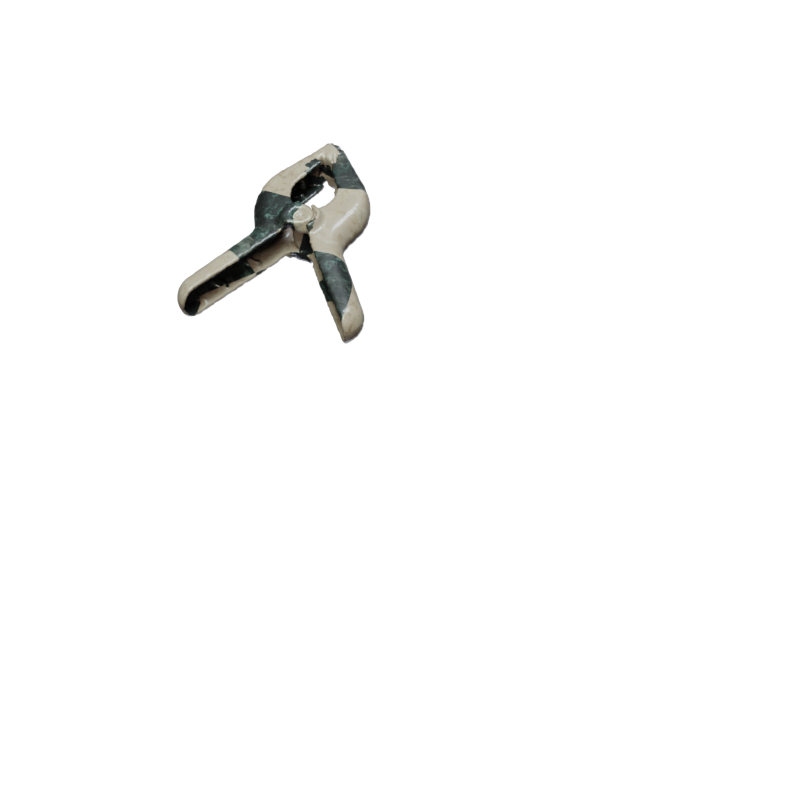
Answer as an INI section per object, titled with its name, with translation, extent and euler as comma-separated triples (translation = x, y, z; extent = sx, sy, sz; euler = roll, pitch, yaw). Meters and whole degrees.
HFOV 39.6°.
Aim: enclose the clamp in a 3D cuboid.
[clamp]
translation = -0.057, -0.105, 0.734
extent = 0.124, 0.178, 0.037
euler = 19, -36, 14
